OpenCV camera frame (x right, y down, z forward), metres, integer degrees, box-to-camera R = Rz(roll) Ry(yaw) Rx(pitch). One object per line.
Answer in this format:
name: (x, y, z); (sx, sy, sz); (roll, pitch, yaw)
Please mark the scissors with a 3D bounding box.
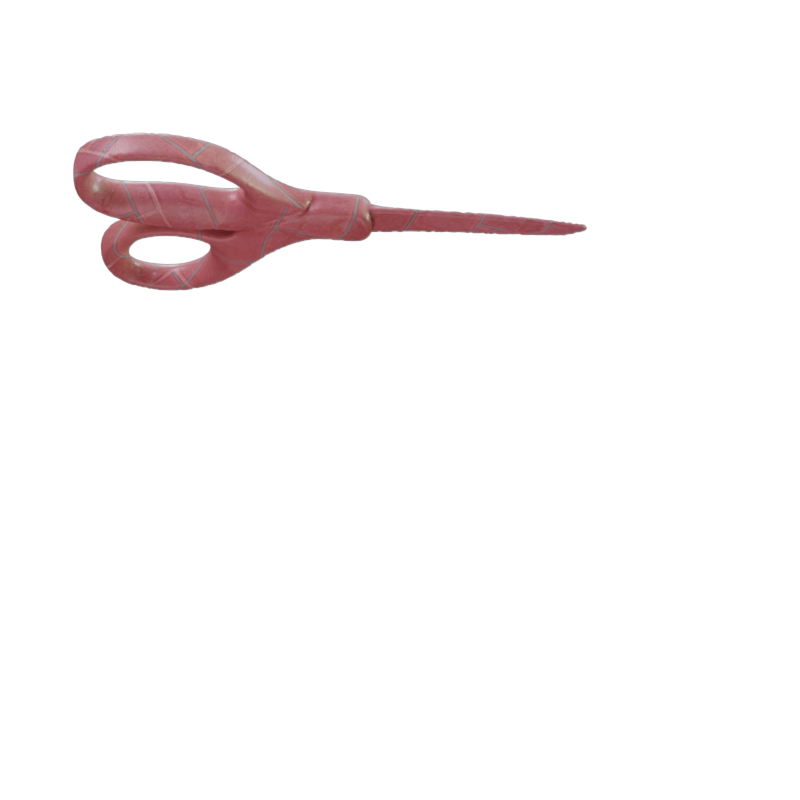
scissors: (-0.036, -0.065, 0.454); (0.196, 0.017, 0.093); (11, -33, -17)
